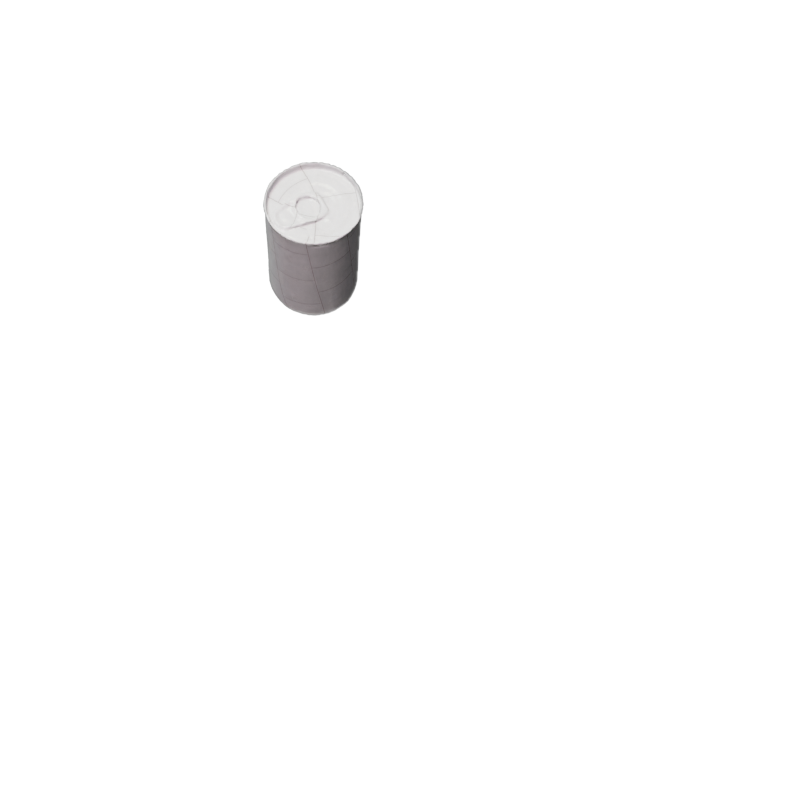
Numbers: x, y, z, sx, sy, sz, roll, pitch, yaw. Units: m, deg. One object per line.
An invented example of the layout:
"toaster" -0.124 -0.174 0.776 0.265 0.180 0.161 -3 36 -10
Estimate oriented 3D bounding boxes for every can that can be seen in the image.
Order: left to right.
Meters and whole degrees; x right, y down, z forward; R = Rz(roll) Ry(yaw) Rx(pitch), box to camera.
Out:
"can" -0.062 -0.113 0.793 0.068 0.073 0.096 0 -28 -3
